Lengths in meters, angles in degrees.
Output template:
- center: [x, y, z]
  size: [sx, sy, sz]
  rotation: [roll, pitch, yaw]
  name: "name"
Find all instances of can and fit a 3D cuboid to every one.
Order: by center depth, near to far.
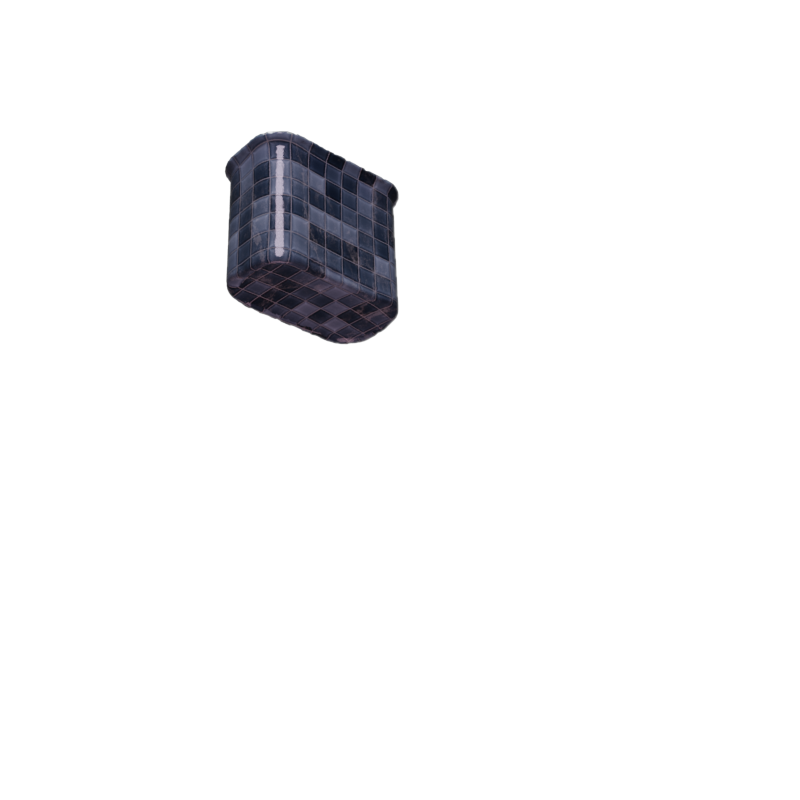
- center: [-0.048, -0.088, 0.615]
  size: [0.096, 0.089, 0.057]
  rotation: [22, -39, -34]
  name: "can"
